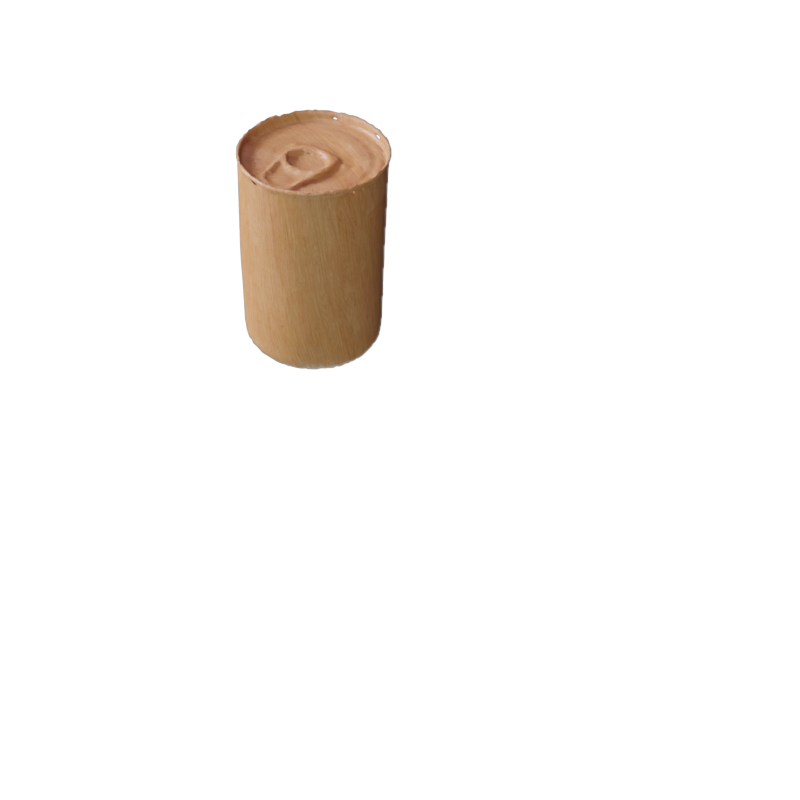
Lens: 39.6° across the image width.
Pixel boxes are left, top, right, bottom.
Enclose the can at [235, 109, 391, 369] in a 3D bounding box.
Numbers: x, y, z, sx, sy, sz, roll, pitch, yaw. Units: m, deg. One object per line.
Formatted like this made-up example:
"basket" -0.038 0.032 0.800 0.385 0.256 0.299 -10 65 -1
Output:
"can" -0.040 -0.073 0.513 0.068 0.095 0.073 0 41 -3
